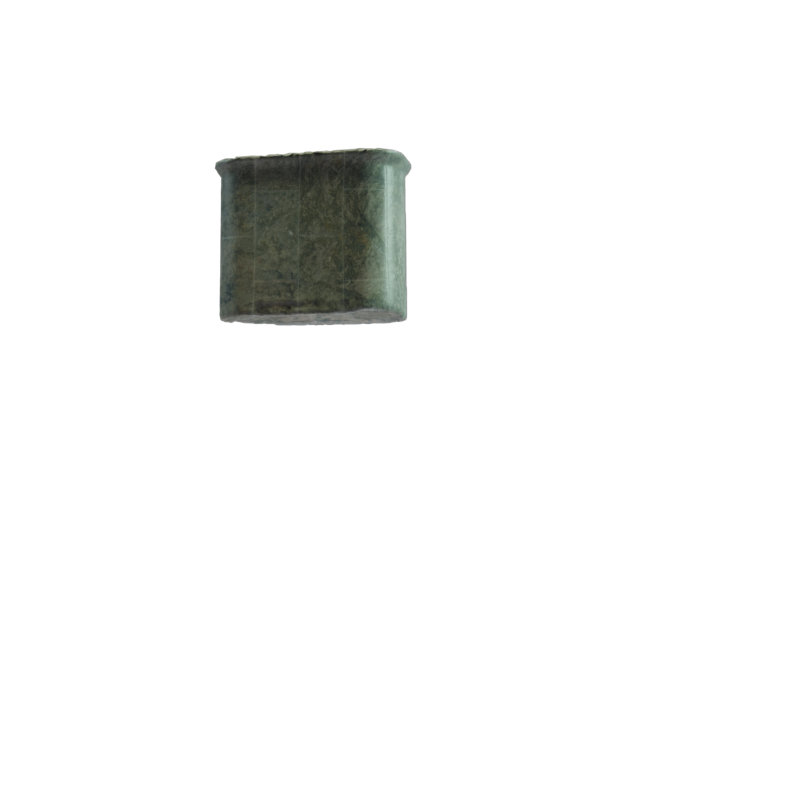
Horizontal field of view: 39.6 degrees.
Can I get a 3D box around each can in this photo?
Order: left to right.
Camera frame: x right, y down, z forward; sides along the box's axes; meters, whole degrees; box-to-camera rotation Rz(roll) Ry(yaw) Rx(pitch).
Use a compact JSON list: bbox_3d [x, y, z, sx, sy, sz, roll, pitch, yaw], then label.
[{"bbox_3d":[-0.046,-0.083,0.582,0.104,0.086,0.055,-1,-7,13],"label":"can"}]
